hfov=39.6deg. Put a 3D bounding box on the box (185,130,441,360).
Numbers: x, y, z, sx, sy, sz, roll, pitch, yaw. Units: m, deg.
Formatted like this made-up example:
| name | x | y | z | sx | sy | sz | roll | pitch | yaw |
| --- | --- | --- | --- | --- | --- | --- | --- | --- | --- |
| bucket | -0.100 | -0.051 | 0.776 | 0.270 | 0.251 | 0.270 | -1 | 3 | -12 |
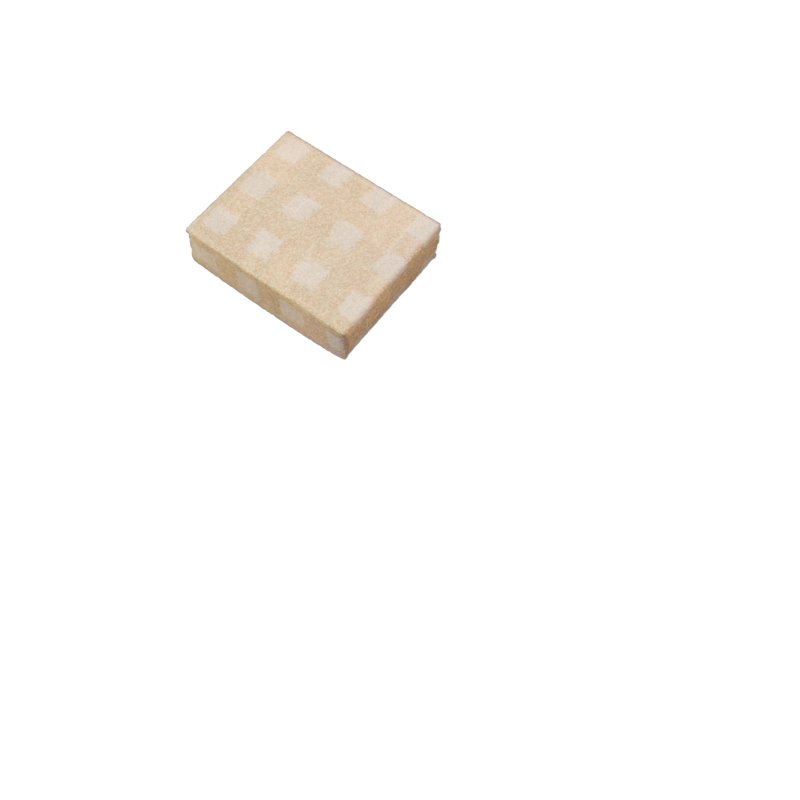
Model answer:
| name | x | y | z | sx | sy | sz | roll | pitch | yaw |
| --- | --- | --- | --- | --- | --- | --- | --- | --- | --- |
| box | -0.049 | -0.088 | 0.620 | 0.118 | 0.092 | 0.036 | 34 | -25 | 17 |
